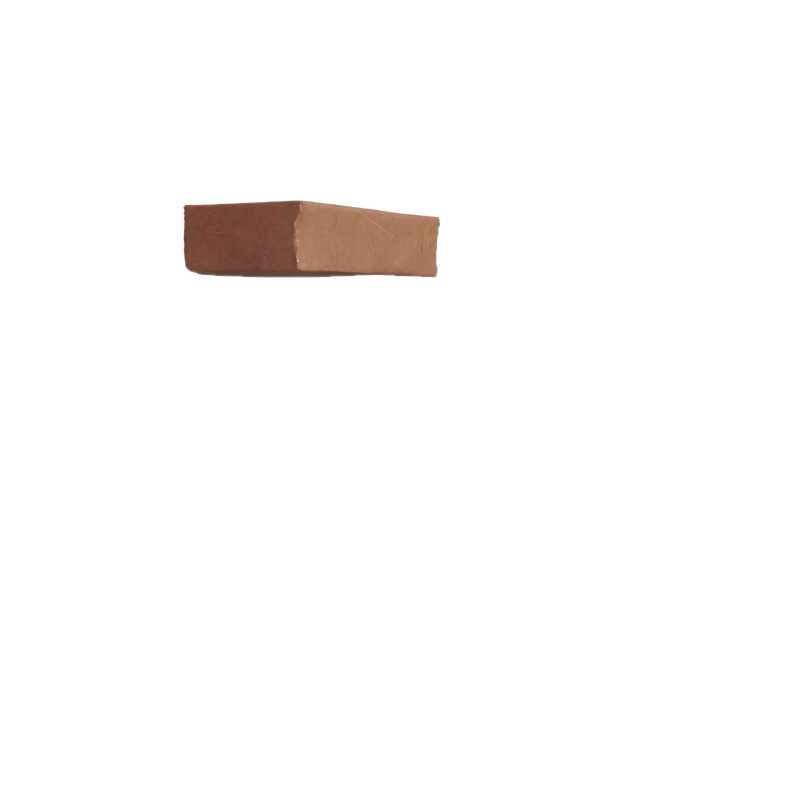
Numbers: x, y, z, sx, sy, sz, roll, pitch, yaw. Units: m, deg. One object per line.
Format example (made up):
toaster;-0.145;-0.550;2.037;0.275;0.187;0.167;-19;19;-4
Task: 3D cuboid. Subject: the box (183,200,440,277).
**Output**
box;-0.047;-0.086;0.600;0.093;0.039;0.109;5;7;41
